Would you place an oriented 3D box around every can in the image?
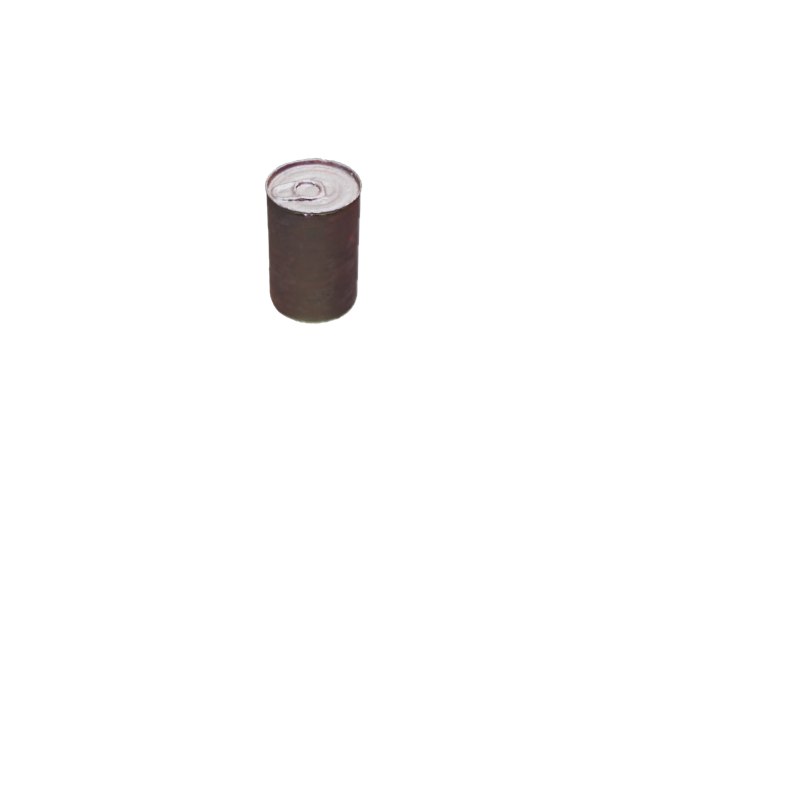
[{"bbox_3d":[-0.063,-0.115,0.805,0.068,0.095,0.073,0,41,-3],"label":"can"}]
